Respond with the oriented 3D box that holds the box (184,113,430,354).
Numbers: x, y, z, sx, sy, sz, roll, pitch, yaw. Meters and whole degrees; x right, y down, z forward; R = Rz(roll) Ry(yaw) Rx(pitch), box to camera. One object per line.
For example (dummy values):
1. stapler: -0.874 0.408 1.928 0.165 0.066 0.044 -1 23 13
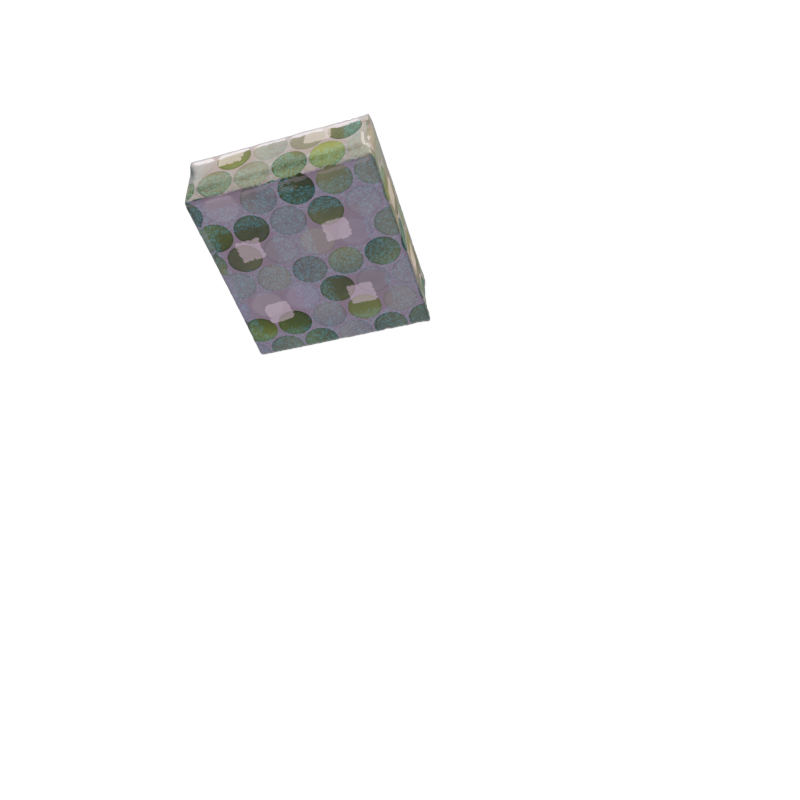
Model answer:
1. box: -0.034 -0.062 0.437 0.074 0.032 0.082 -12 -47 11
